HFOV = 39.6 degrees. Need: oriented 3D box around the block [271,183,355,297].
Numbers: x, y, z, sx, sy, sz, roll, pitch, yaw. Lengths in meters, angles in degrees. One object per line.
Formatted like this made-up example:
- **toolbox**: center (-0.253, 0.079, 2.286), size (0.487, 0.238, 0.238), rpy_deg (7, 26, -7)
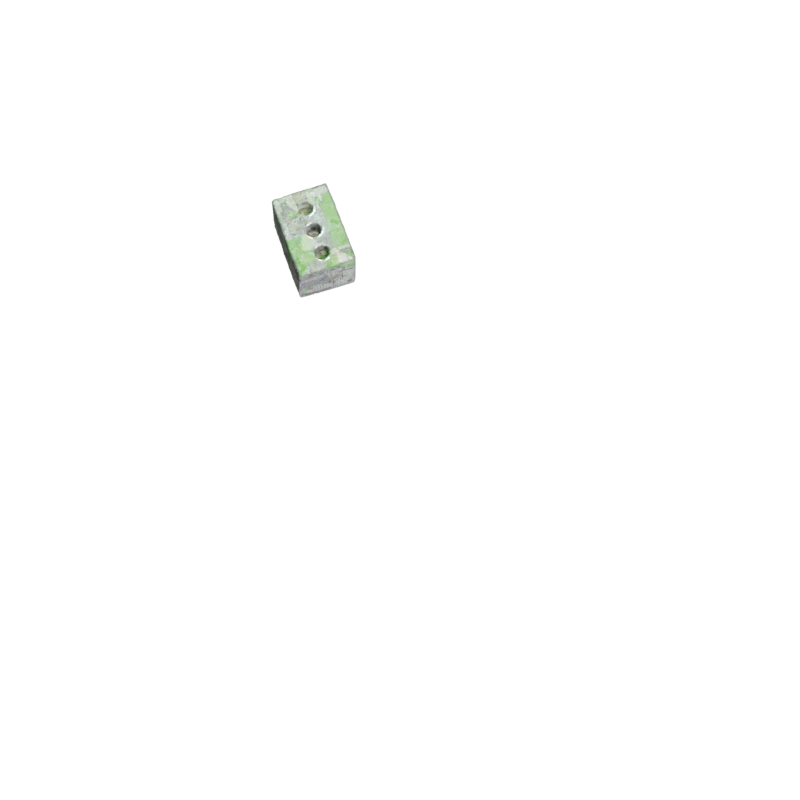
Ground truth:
- **block**: center (-0.076, -0.139, 0.971), size (0.052, 0.082, 0.049), rpy_deg (-19, -20, -9)
